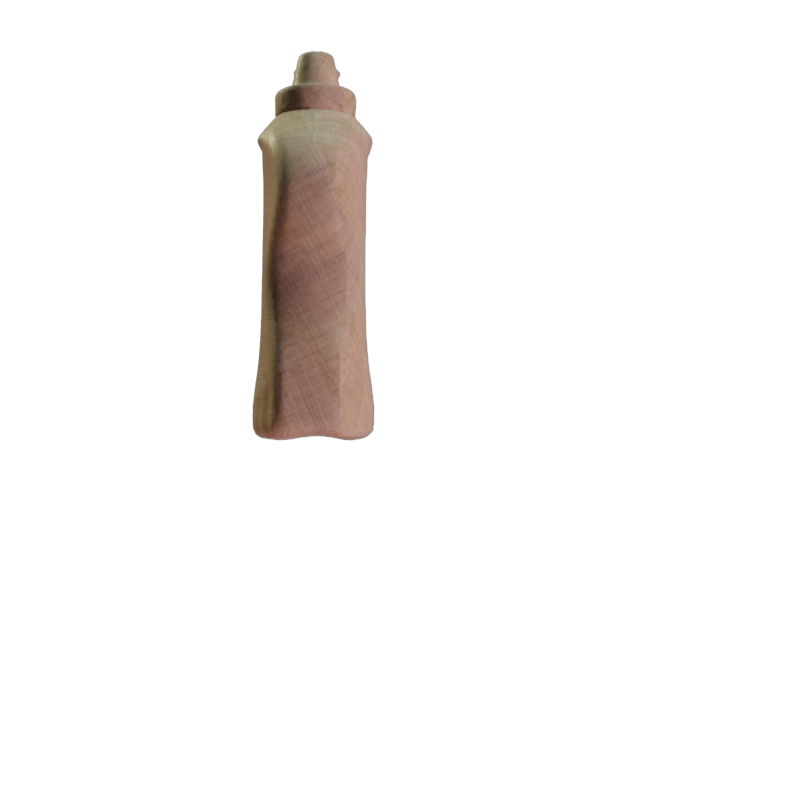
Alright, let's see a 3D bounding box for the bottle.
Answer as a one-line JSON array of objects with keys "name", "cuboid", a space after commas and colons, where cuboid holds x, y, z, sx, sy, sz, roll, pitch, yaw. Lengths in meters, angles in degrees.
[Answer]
[{"name": "bottle", "cuboid": [-0.042, -0.078, 0.545, 0.059, 0.196, 0.093, -1, -9, 1]}]
